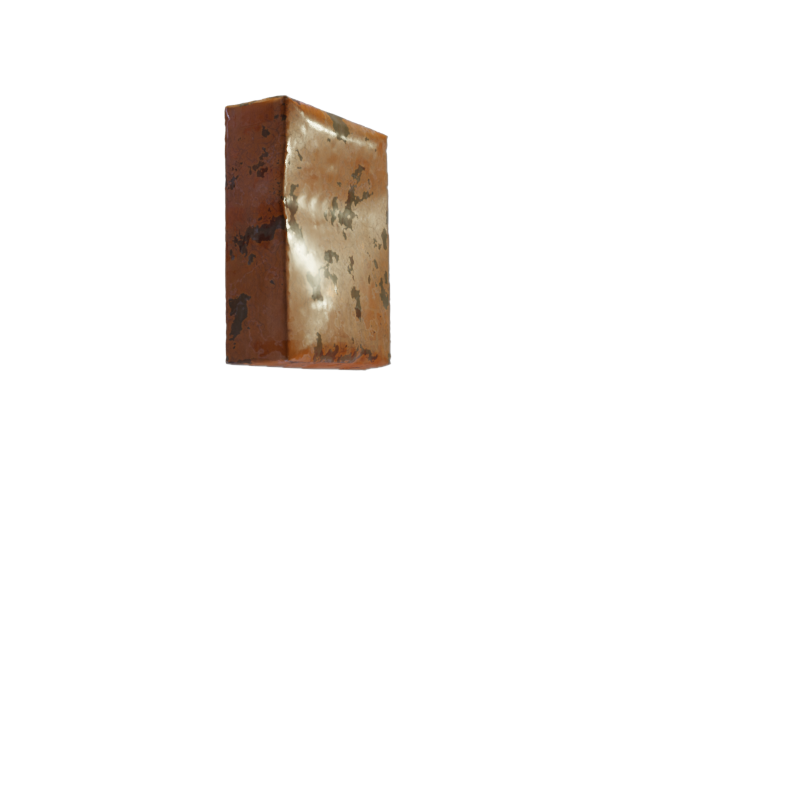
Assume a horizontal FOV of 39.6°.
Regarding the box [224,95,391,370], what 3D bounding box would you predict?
[{"bbox_3d":[-0.074,-0.134,0.941,0.074,0.218,0.157,-5,-8,32],"label":"box"}]
